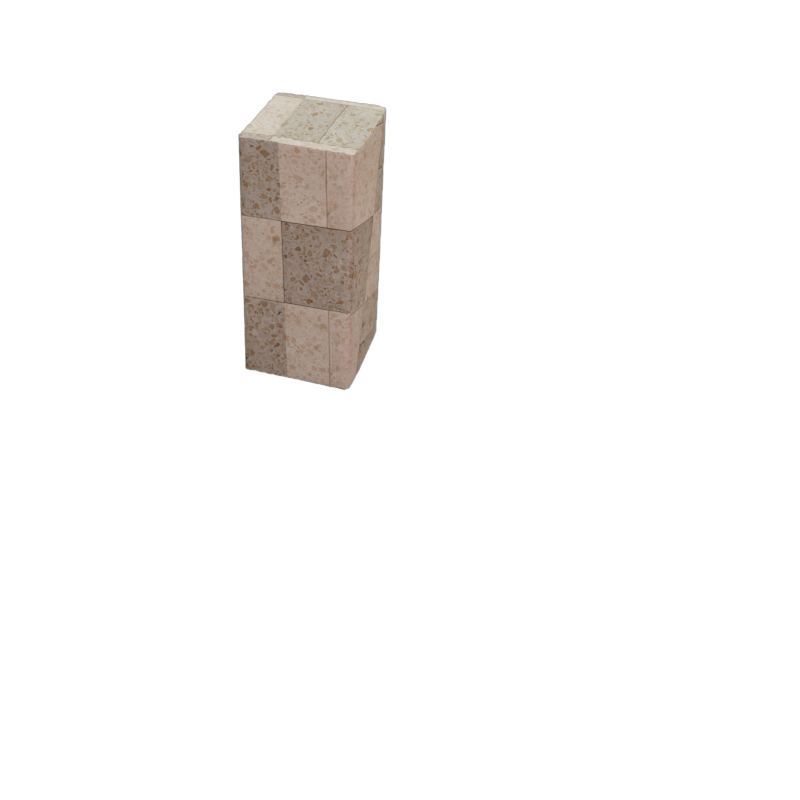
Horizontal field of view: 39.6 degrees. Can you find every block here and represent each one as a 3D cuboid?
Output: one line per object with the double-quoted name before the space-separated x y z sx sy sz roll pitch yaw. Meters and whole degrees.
"block" -0.067 -0.124 0.865 0.093 0.193 0.094 11 34 12
